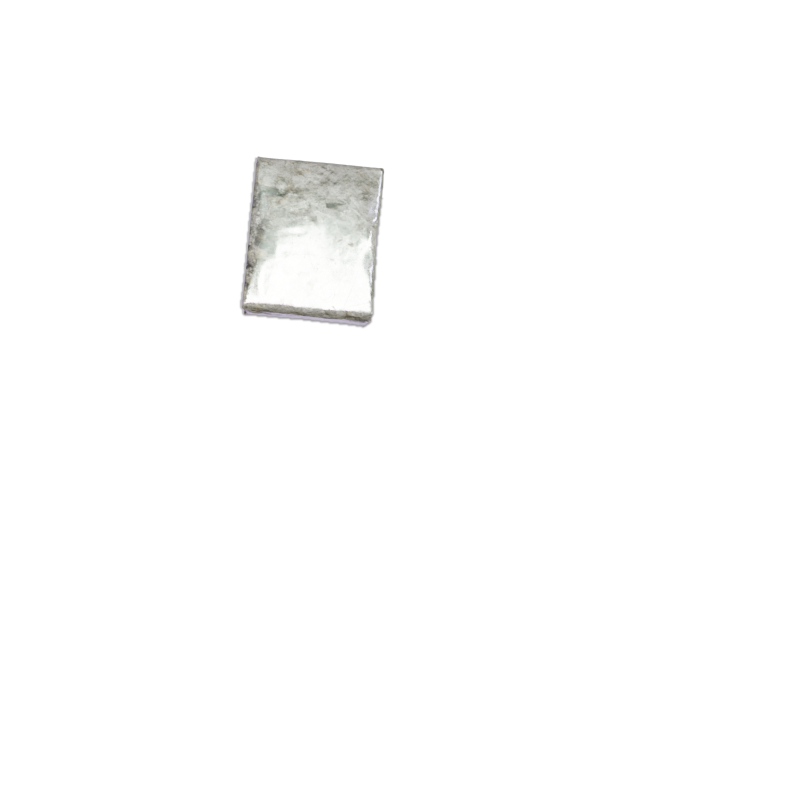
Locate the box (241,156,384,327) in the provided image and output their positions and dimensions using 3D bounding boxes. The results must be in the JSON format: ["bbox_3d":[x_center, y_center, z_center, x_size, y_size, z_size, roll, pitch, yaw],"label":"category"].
[{"bbox_3d":[-0.049,-0.089,0.624,0.073,0.092,0.029,5,-14,1],"label":"box"}]
